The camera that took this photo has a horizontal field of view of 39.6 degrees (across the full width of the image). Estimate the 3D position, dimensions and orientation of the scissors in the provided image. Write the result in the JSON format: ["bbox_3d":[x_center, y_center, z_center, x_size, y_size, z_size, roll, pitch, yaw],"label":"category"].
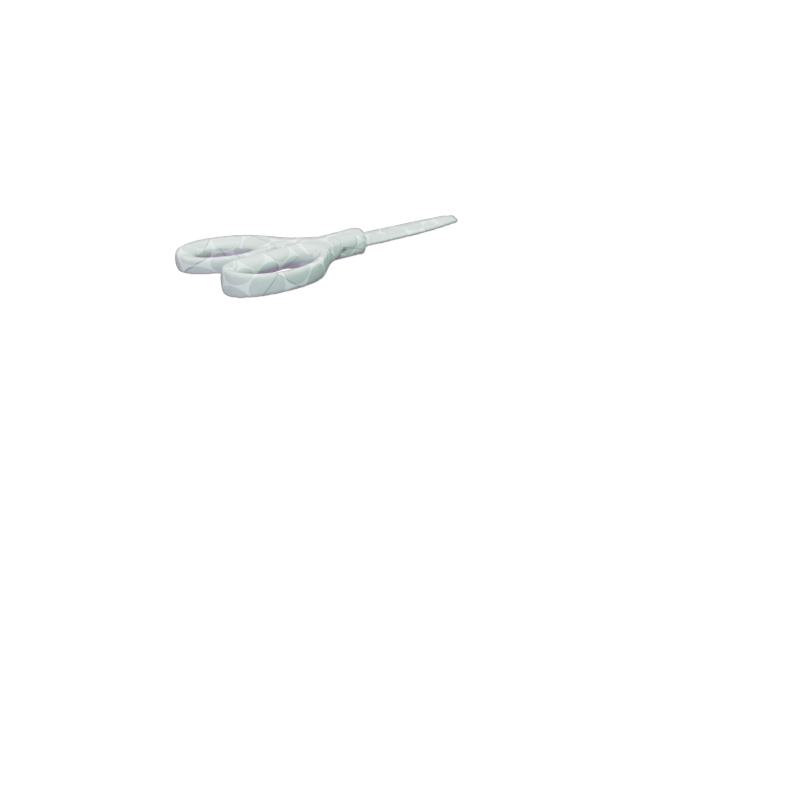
[{"bbox_3d":[-0.051,-0.093,0.652,0.100,0.015,0.201,11,23,26],"label":"scissors"}]
